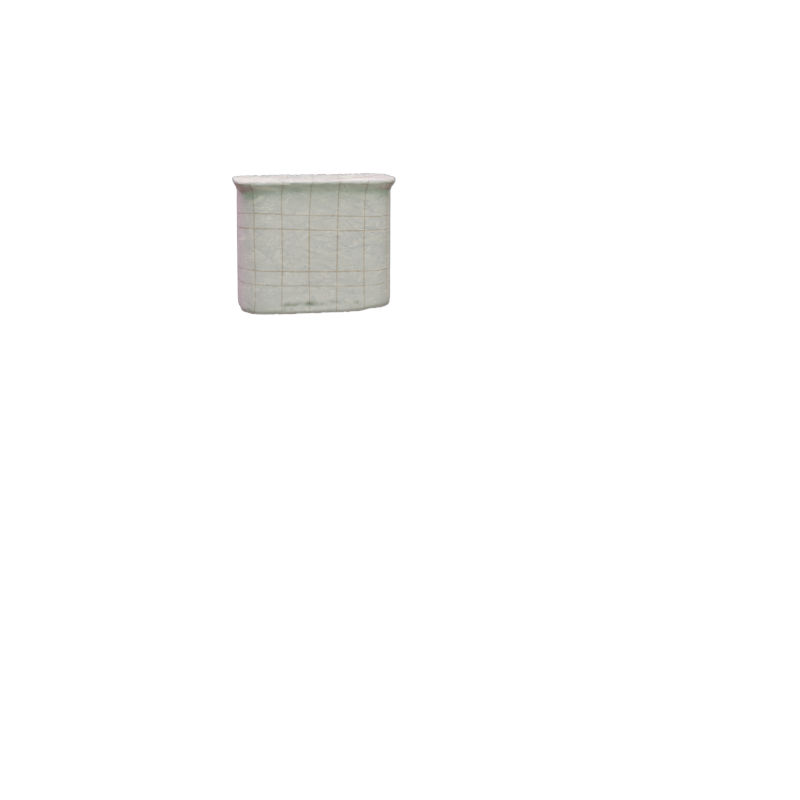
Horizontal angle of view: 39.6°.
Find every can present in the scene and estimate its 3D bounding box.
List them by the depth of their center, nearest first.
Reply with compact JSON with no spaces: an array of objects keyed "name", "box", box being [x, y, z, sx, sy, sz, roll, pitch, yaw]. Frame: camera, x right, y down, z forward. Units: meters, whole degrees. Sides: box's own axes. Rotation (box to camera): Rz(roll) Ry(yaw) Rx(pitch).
[{"name":"can","box":[-0.056,-0.101,0.710,0.100,0.082,0.060,-2,11,-11]}]
